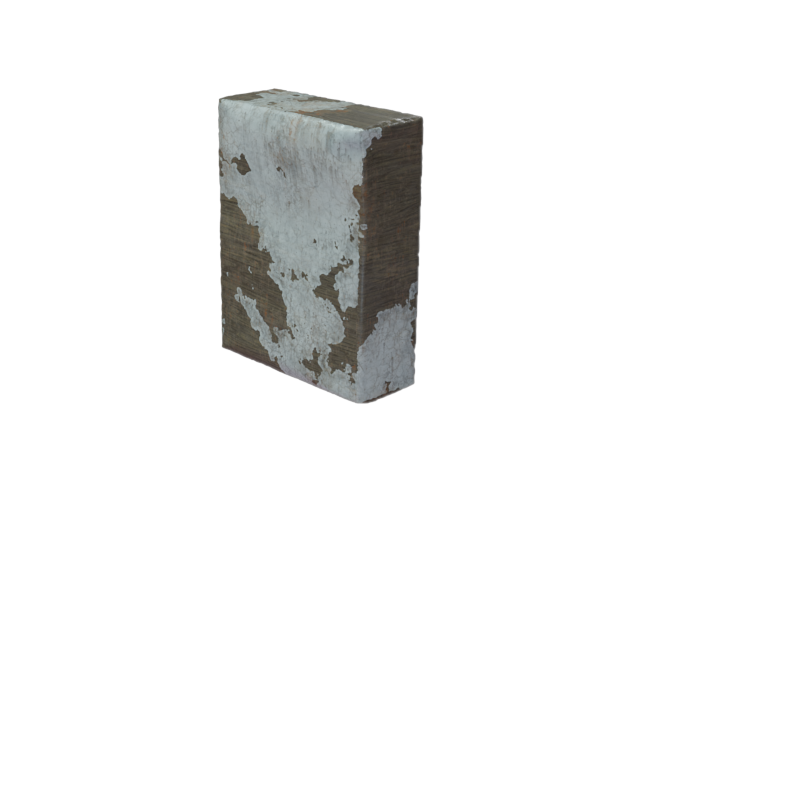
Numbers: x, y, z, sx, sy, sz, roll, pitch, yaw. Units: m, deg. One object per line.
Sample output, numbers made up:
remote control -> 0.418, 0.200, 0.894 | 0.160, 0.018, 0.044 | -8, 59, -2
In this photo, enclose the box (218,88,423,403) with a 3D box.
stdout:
box -> -0.067, -0.123, 0.862 | 0.174, 0.205, 0.071 | 20, 27, 41
